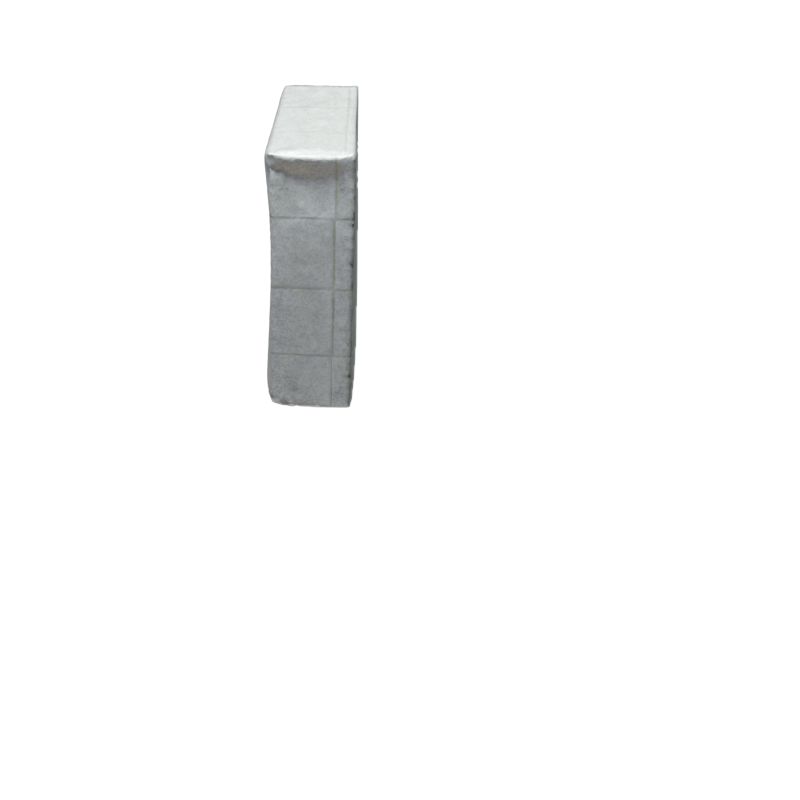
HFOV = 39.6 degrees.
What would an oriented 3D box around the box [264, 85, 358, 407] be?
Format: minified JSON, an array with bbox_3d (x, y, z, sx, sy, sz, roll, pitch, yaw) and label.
[{"bbox_3d":[-0.070,-0.127,0.890,0.072,0.202,0.174,1,29,-2],"label":"box"}]
